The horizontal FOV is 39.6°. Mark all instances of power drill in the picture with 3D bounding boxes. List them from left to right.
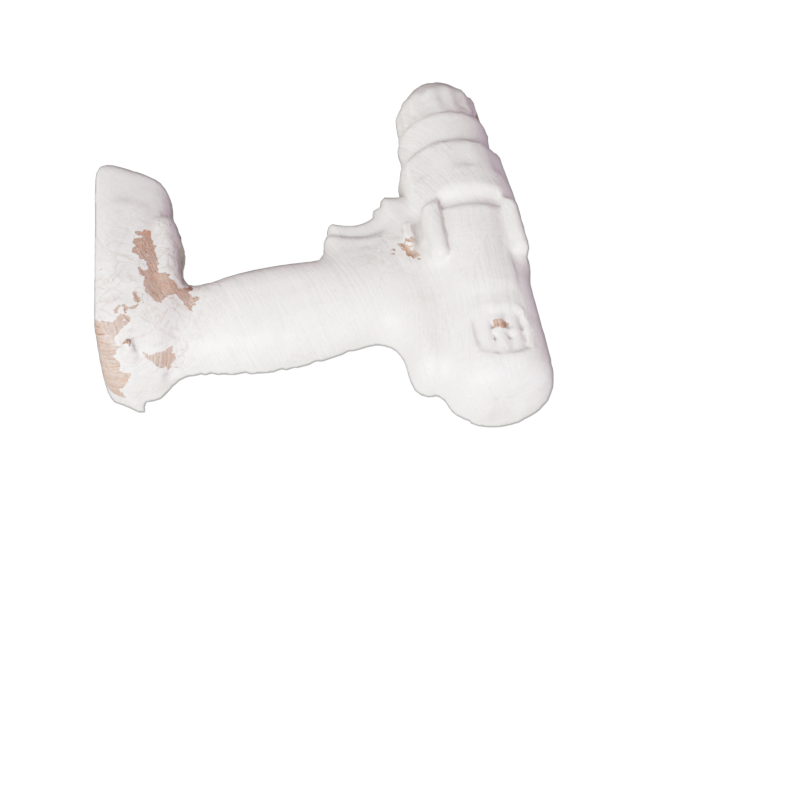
[{"bbox_3d":[-0.038,-0.070,0.488,0.187,0.199,0.053,-5,-38,-5],"label":"power drill"}]
